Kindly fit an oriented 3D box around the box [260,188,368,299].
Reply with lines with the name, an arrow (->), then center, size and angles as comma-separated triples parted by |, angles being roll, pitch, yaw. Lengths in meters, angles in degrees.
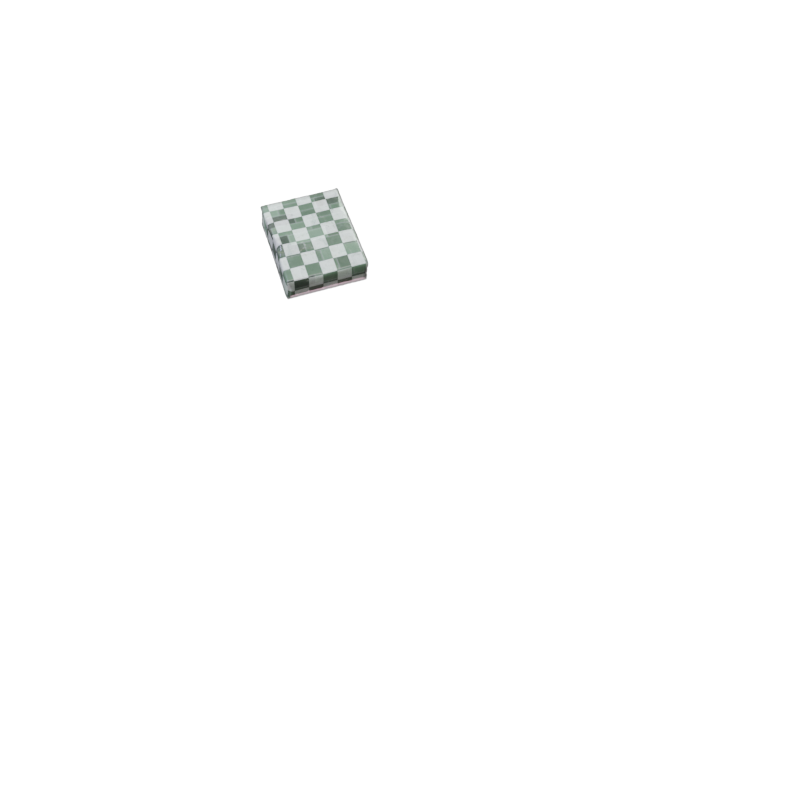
box -> -0.076, -0.139, 0.972 | 0.072, 0.096, 0.028 | -15, -32, -10
